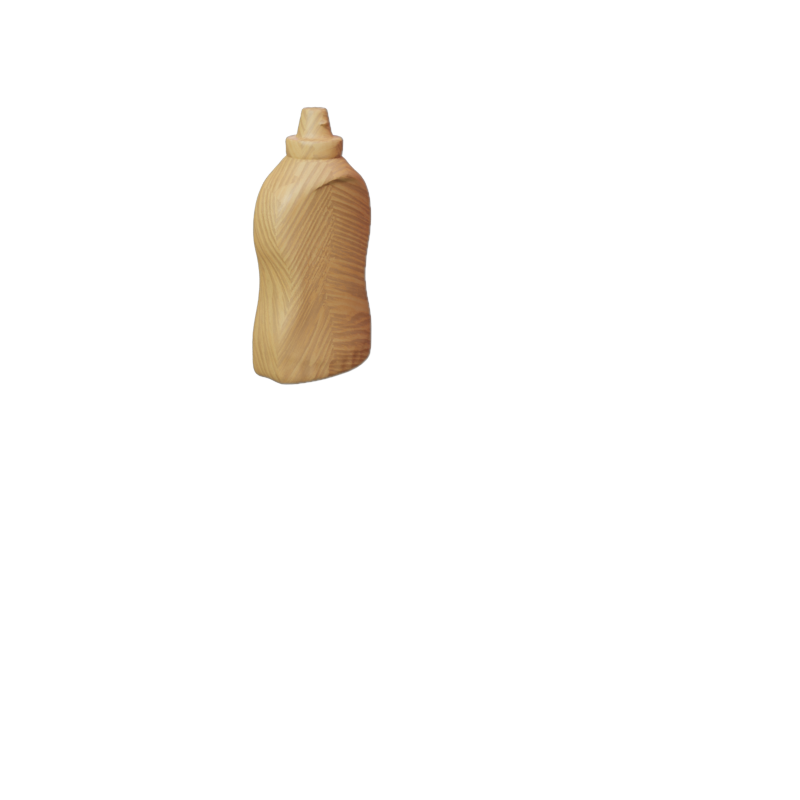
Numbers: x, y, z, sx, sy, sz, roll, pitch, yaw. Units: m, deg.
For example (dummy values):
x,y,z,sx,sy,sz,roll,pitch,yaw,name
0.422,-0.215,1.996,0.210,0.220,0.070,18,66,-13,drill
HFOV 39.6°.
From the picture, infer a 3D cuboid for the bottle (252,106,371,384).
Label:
x,y,z,sx,sy,sz,roll,pitch,yaw,name
-0.062,-0.113,0.795,0.094,0.186,0.062,-12,19,-42,bottle
